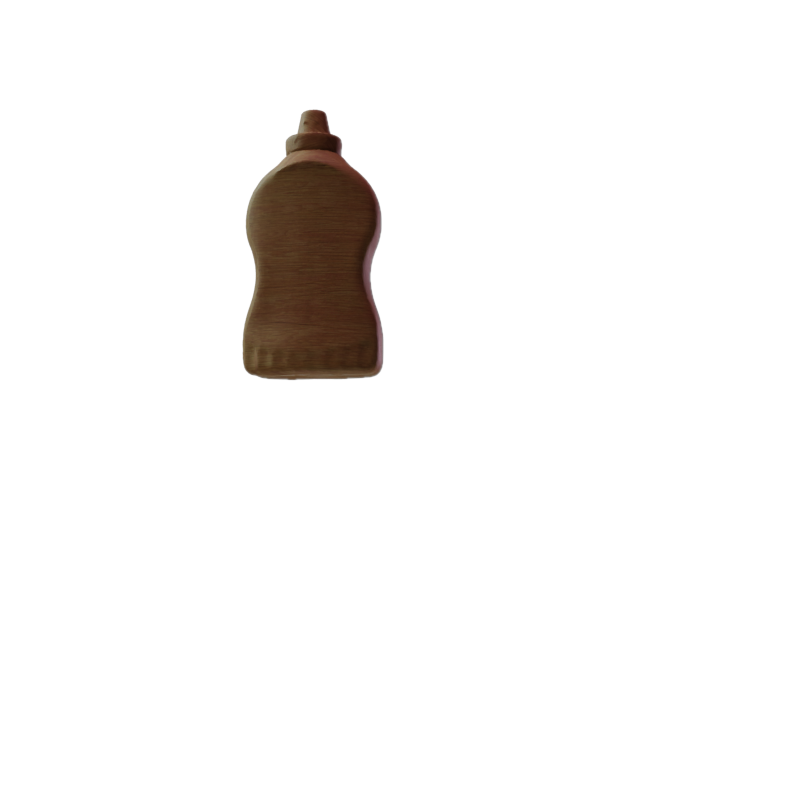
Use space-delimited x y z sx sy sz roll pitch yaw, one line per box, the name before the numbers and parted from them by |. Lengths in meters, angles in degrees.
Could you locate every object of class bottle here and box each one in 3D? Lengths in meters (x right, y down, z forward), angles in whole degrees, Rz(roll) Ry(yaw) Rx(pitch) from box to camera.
bottle | -0.061 -0.112 0.786 0.097 0.197 0.056 -3 -11 12
